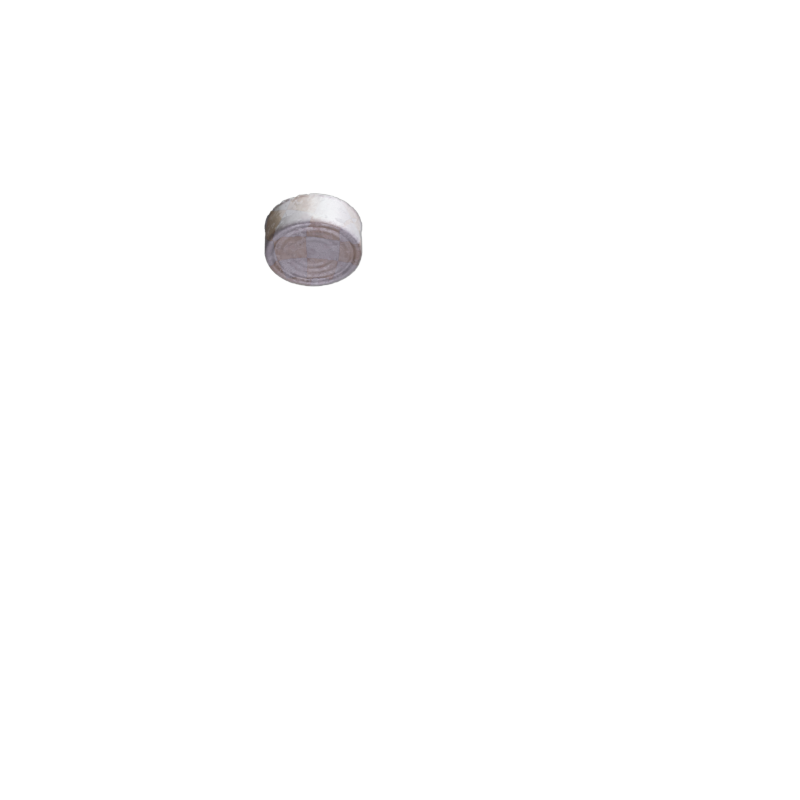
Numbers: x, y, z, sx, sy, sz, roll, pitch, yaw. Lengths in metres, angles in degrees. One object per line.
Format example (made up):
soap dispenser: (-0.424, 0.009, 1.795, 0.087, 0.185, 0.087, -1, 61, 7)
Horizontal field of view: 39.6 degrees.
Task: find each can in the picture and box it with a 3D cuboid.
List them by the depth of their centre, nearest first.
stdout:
can: (-0.075, -0.137, 0.960, 0.086, 0.036, 0.080, 1, -38, -2)
